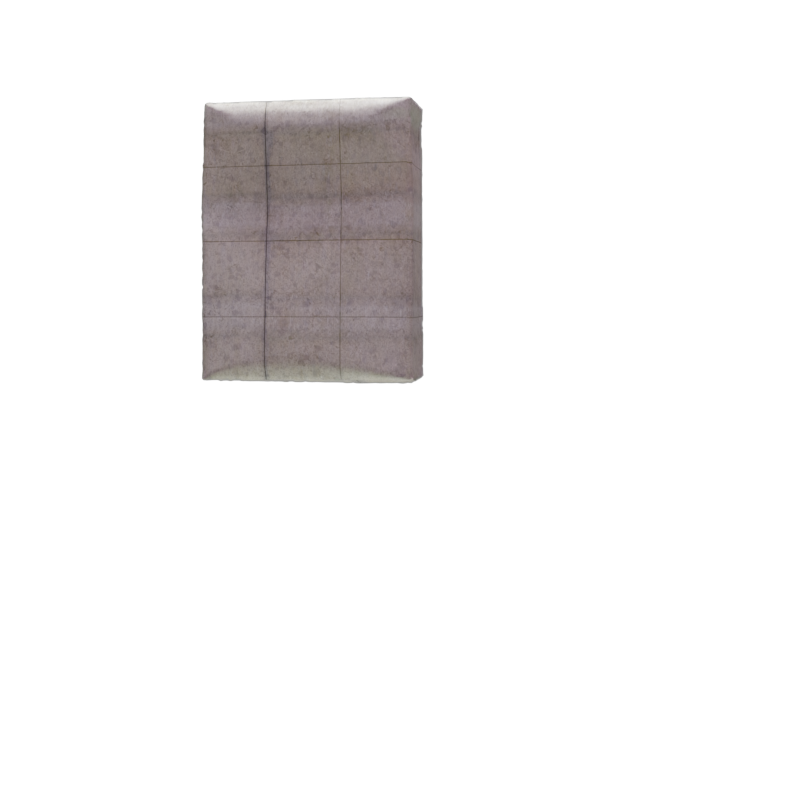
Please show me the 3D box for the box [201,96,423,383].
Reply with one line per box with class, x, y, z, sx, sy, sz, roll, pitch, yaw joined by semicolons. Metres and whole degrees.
box;-0.067;-0.122;0.852;0.166;0.215;0.070;0;-1;11
